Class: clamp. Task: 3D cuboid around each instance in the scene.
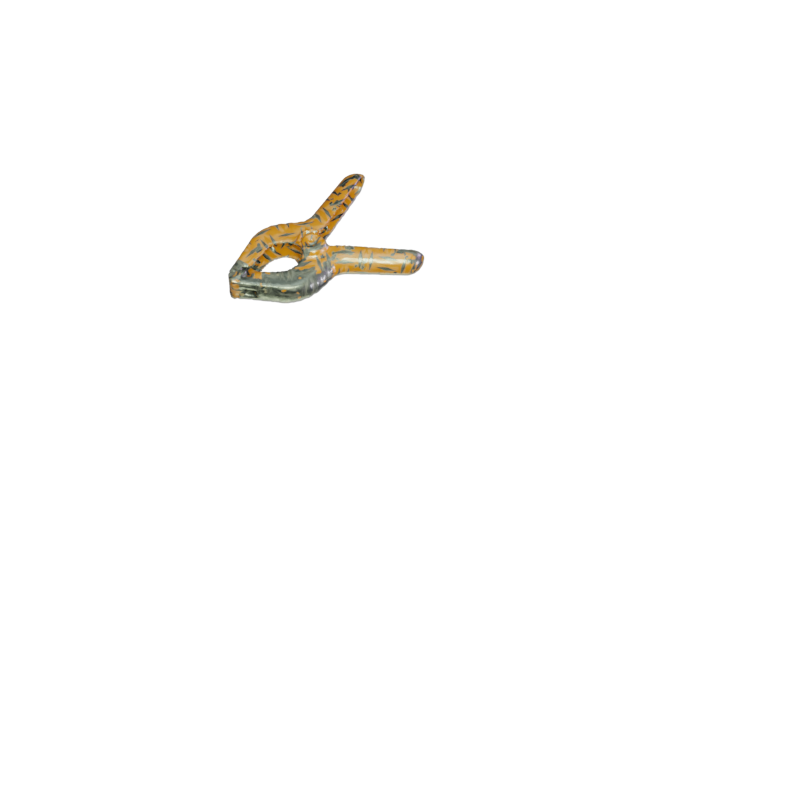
[{"bbox_3d":[-0.078,-0.142,0.992,0.170,0.130,0.036,-16,-39,-13],"label":"clamp"}]
